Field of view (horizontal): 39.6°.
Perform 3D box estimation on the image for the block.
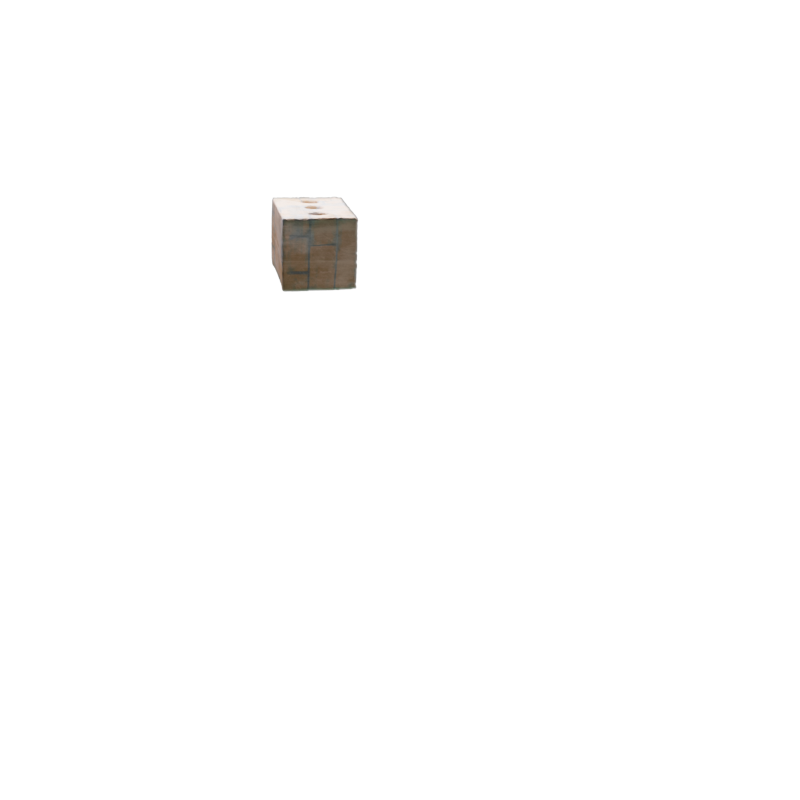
[{"bbox_3d":[-0.061,-0.111,0.778,0.052,0.049,0.082,-3,19,-10],"label":"block"}]
